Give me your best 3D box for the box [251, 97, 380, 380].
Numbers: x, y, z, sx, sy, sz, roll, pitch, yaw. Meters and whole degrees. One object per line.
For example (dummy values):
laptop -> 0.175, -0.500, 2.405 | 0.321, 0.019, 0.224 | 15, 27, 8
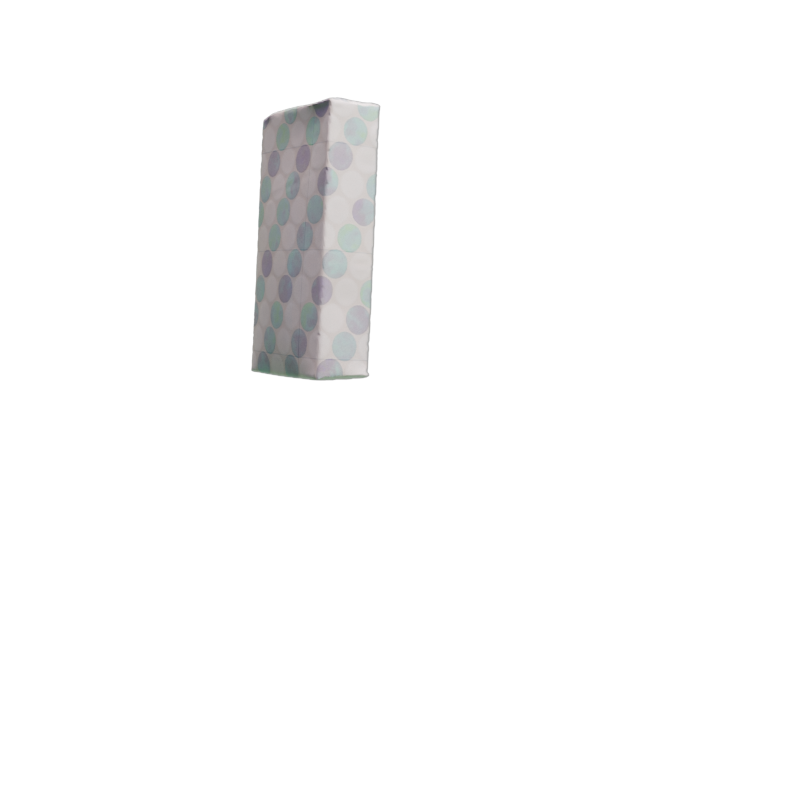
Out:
box -> -0.057, -0.104, 0.726 | 0.046, 0.177, 0.096 | 1, -2, -34
